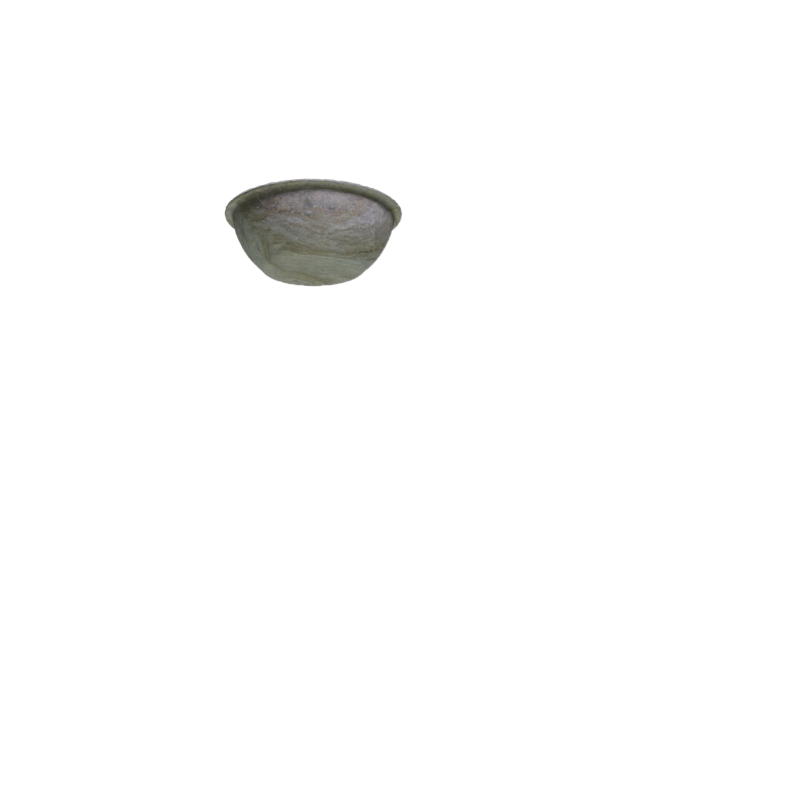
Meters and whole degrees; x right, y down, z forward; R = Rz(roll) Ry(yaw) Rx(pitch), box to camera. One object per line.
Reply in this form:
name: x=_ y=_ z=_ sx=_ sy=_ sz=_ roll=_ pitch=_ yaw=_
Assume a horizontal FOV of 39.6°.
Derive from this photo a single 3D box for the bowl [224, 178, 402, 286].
bowl: x=-0.078 y=-0.143 z=0.999 sx=0.162 sy=0.057 sz=0.156 roll=0 pitch=-15 yaw=-2
